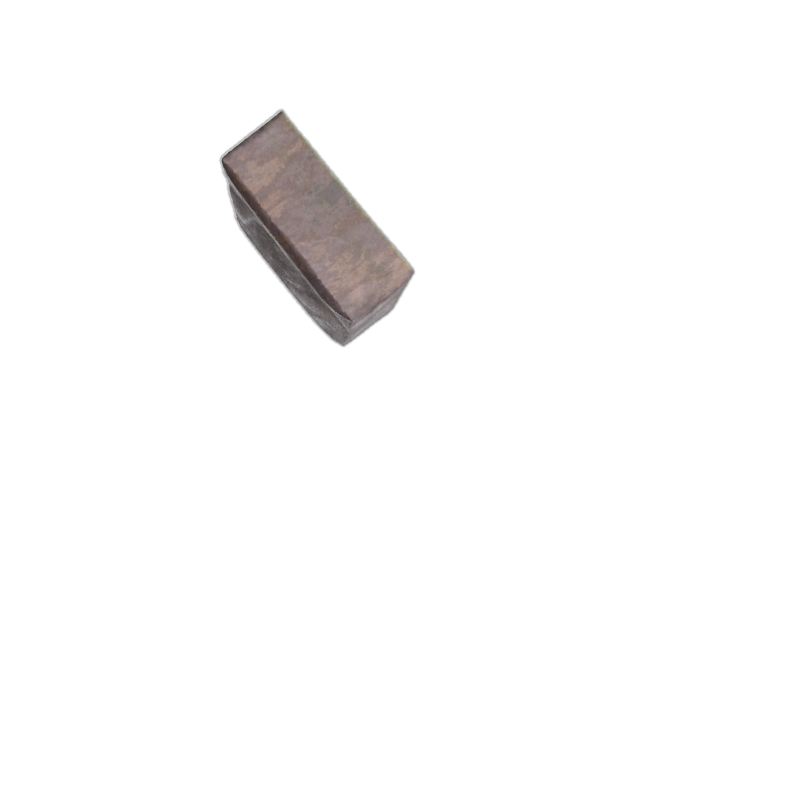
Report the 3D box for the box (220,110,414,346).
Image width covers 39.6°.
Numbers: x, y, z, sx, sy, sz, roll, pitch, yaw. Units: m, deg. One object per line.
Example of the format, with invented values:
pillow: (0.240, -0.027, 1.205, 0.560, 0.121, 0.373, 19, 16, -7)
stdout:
box: (-0.073, -0.134, 0.936, 0.072, 0.167, 0.210, -39, -3, -5)
